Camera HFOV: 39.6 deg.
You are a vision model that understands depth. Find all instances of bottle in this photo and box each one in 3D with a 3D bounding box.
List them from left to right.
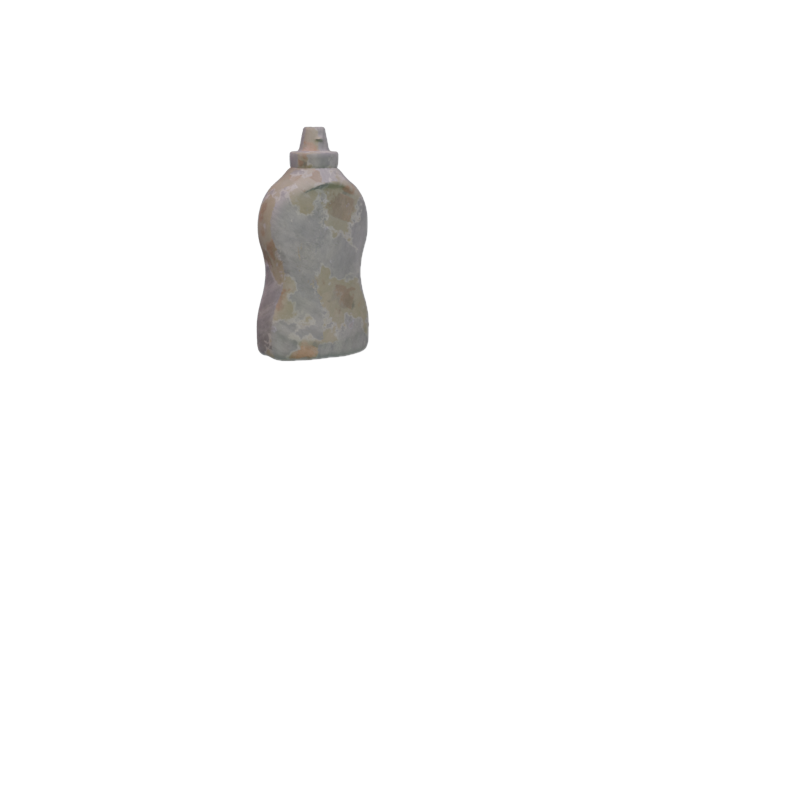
[{"bbox_3d":[-0.073,-0.133,0.930,0.093,0.189,0.061,-4,7,-29],"label":"bottle"}]
